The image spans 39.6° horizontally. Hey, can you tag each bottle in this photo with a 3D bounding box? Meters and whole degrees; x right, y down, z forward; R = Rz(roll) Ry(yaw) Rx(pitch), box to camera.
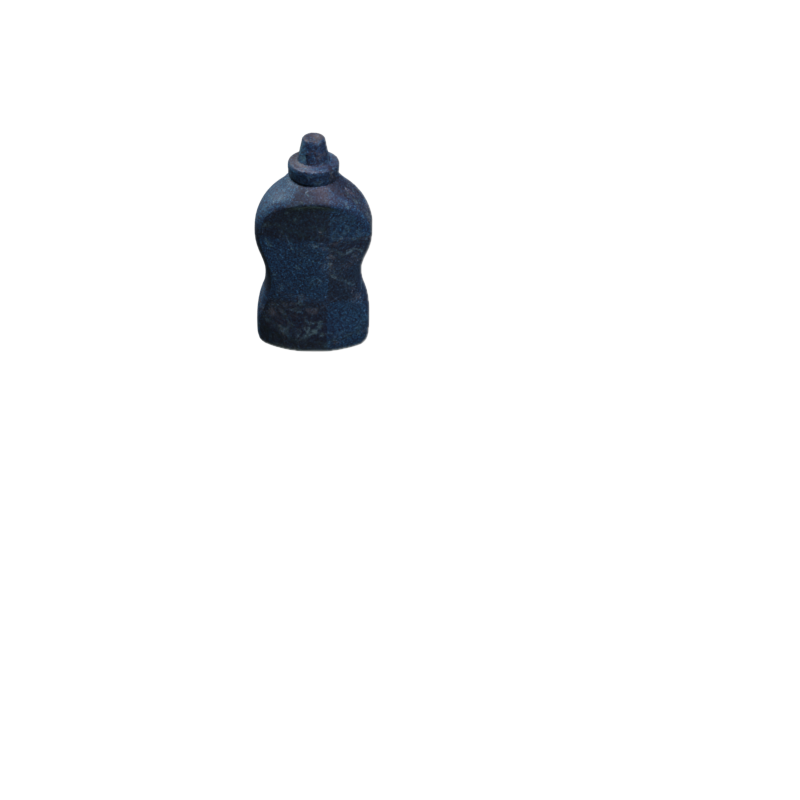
[{"bbox_3d":[-0.071,-0.131,0.913,0.096,0.179,0.062,3,35,0],"label":"bottle"}]
